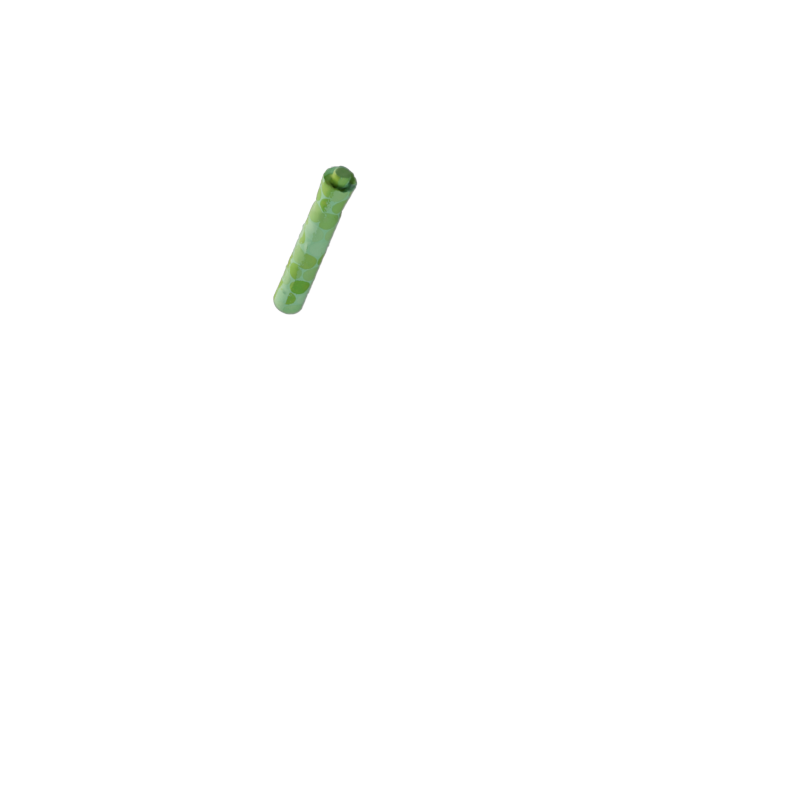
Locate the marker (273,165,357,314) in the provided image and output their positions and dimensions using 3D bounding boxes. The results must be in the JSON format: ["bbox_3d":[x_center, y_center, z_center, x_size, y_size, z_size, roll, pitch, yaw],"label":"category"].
[{"bbox_3d":[-0.049,-0.089,0.625,0.019,0.021,0.116,0,-31,-23],"label":"marker"}]
